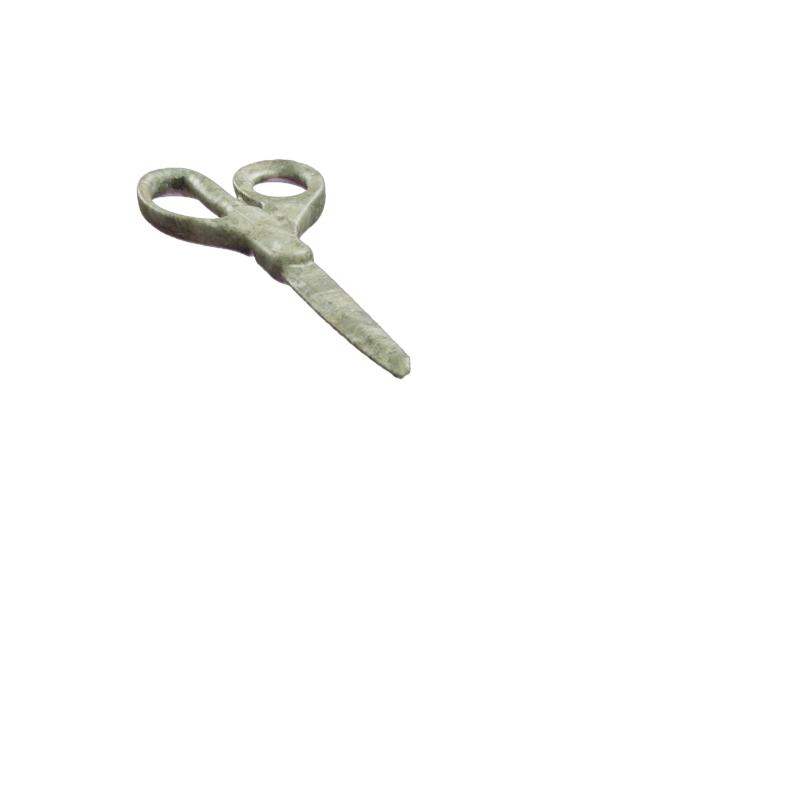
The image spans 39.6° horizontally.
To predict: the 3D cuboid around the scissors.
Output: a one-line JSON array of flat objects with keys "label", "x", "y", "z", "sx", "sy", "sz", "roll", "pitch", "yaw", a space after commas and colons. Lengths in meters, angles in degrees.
[{"label": "scissors", "x": -0.037, "y": -0.068, "z": 0.475, "sx": 0.095, "sy": 0.015, "sz": 0.216, "roll": -26, "pitch": 40, "yaw": -35}]
